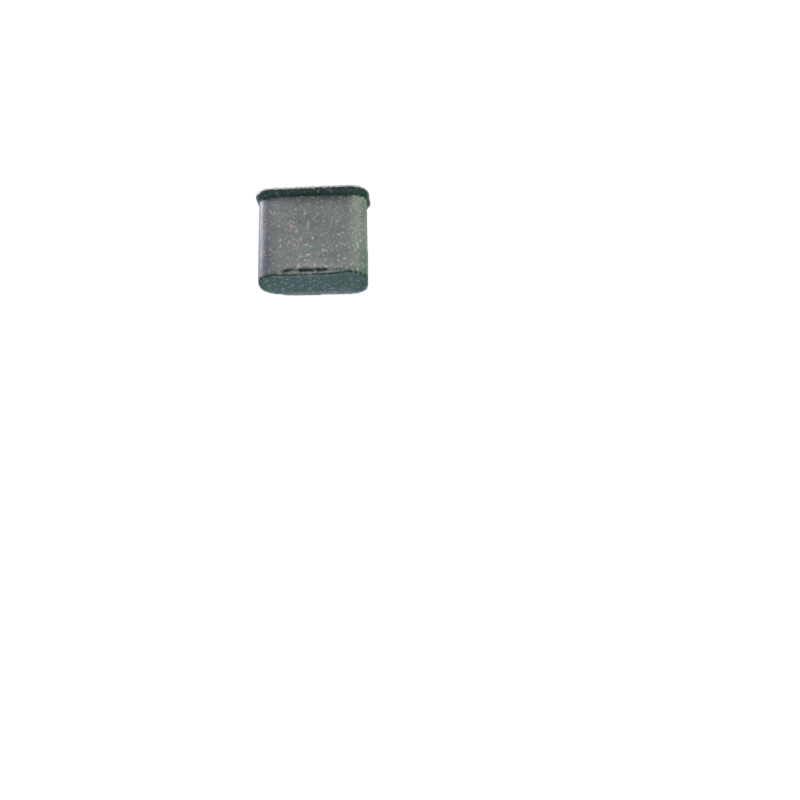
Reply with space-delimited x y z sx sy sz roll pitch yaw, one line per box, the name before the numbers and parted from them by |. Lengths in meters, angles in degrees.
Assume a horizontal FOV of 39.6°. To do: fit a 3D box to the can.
can | -0.077 -0.141 0.985 0.102 0.088 0.054 -2 -20 4
